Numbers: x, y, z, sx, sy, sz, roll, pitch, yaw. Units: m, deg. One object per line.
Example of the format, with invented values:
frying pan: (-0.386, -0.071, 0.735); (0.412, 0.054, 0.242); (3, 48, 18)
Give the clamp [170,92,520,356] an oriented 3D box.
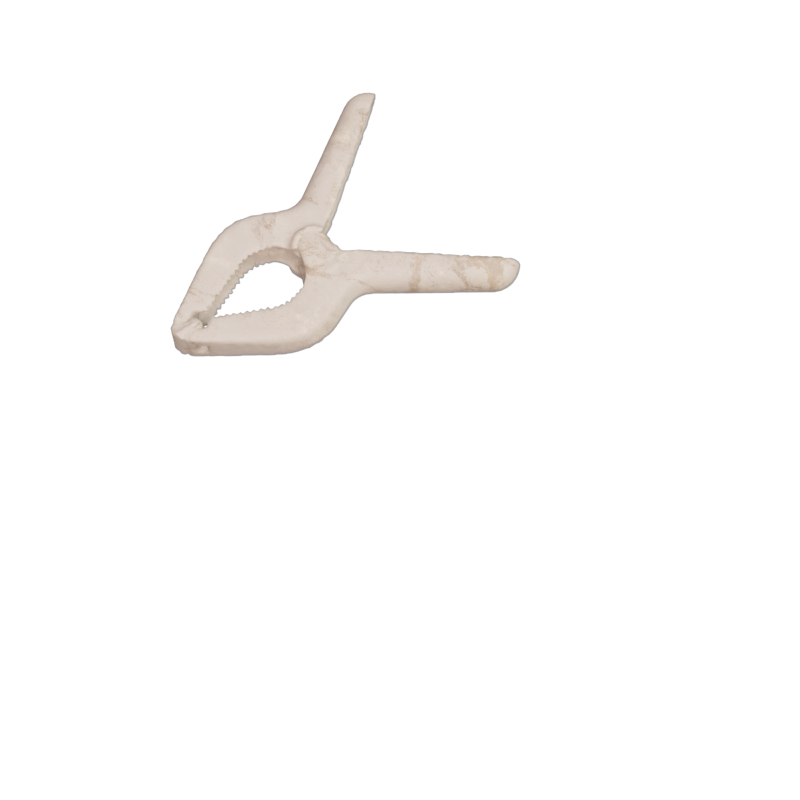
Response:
clamp: (-0.054, -0.099, 0.693); (0.209, 0.175, 0.034); (-26, -24, -13)
